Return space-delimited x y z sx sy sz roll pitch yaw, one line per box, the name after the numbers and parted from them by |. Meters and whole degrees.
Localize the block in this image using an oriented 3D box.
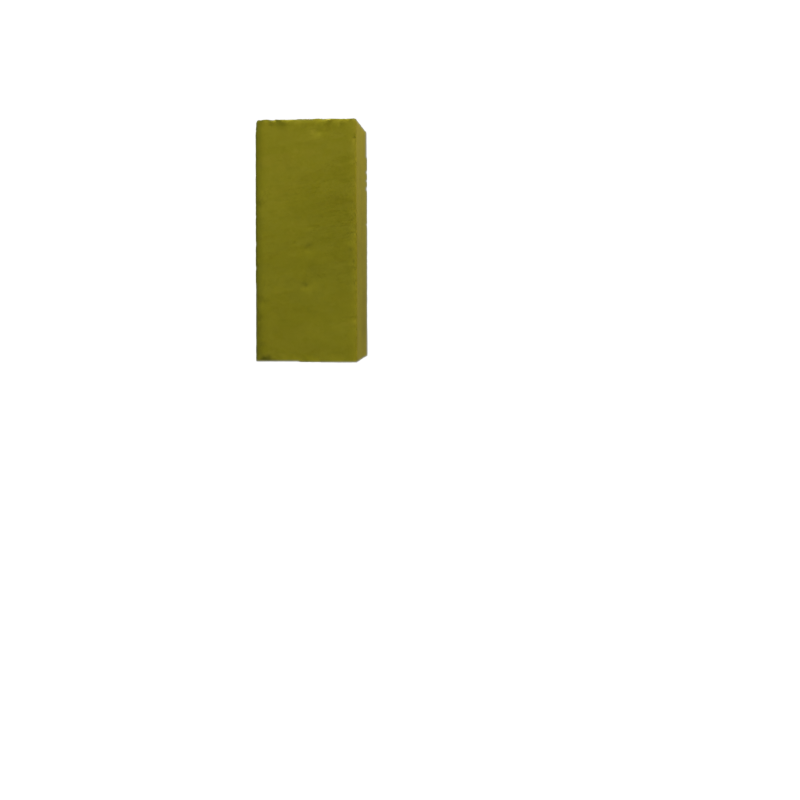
-0.077 -0.140 0.981 0.091 0.207 0.090 0 -1 6 | block
